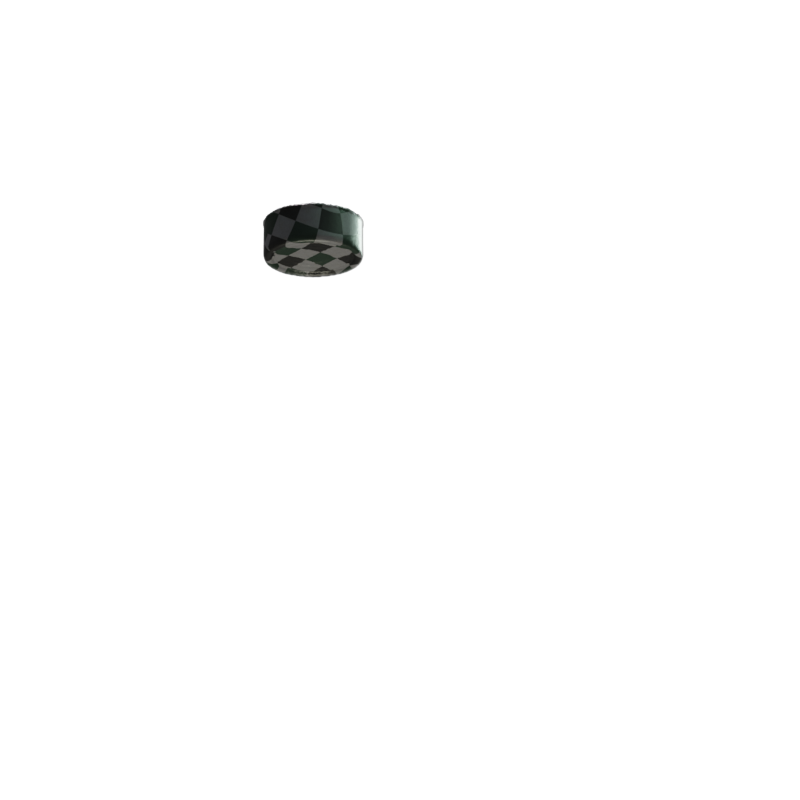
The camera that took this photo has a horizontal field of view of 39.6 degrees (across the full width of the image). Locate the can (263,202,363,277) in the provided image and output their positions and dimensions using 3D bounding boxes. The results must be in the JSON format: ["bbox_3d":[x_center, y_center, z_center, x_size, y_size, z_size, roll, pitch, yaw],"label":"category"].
[{"bbox_3d":[-0.073,-0.134,0.937,0.086,0.035,0.082,0,-17,-2],"label":"can"}]
